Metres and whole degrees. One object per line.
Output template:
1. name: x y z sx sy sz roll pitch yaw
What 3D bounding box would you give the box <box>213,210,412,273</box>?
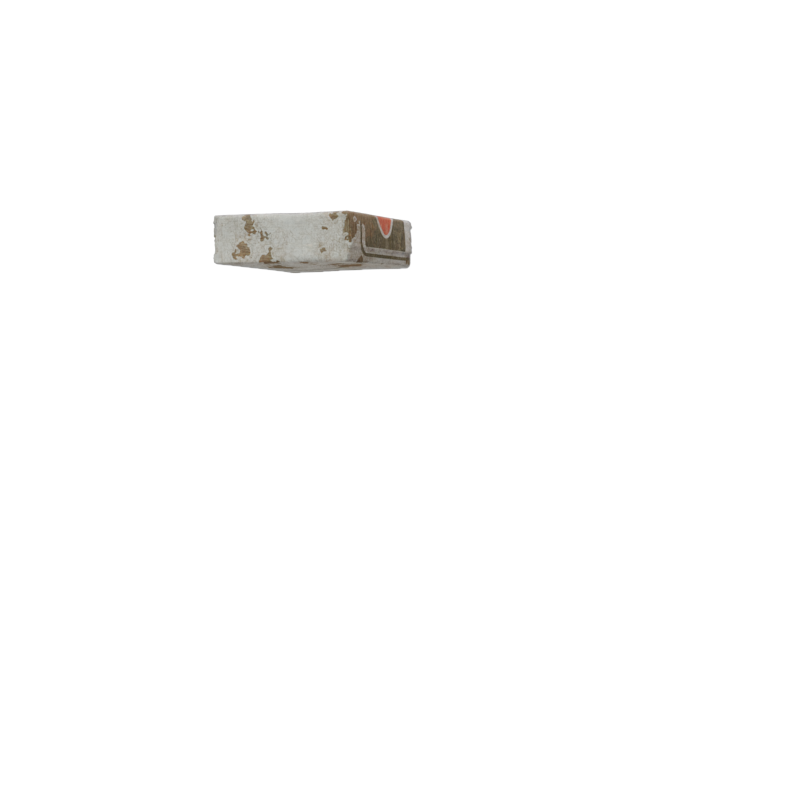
1. box: -0.061 -0.111 0.780 0.117 0.039 0.086 1 2 31
